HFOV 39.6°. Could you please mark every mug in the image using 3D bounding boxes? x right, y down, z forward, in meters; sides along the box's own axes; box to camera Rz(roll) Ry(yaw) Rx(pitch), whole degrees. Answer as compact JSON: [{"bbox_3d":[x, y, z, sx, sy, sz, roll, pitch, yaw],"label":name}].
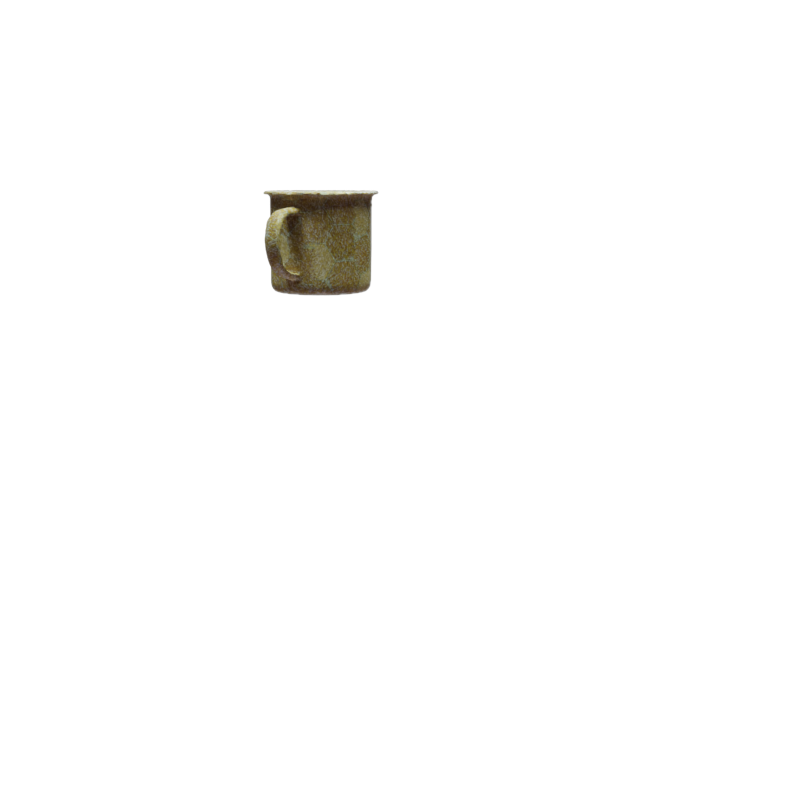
[{"bbox_3d":[-0.070,-0.127,0.889,0.097,0.080,0.115,5,10,28],"label":"mug"}]
